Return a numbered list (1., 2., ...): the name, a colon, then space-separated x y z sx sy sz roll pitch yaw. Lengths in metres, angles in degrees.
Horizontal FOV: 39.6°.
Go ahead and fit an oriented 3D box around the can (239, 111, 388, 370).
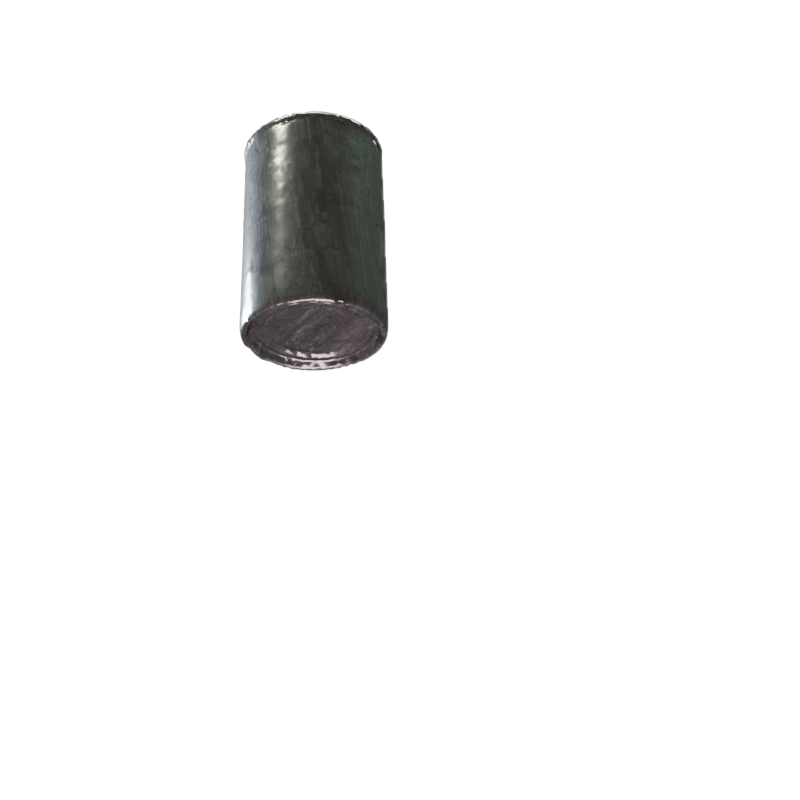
1. can: -0.040 -0.074 0.517 0.068 0.109 0.064 -1 -30 -2
